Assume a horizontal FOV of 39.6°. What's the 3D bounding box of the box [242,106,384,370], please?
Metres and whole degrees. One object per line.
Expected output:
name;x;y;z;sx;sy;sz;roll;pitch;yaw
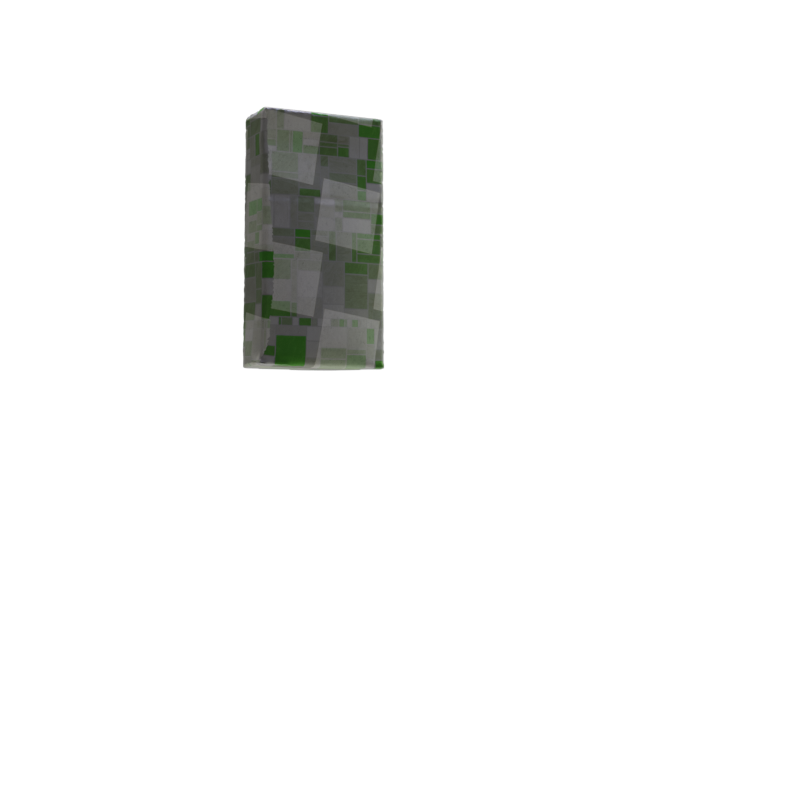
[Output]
box;-0.060;-0.110;0.770;0.090;0.180;0.048;3;-9;-25
